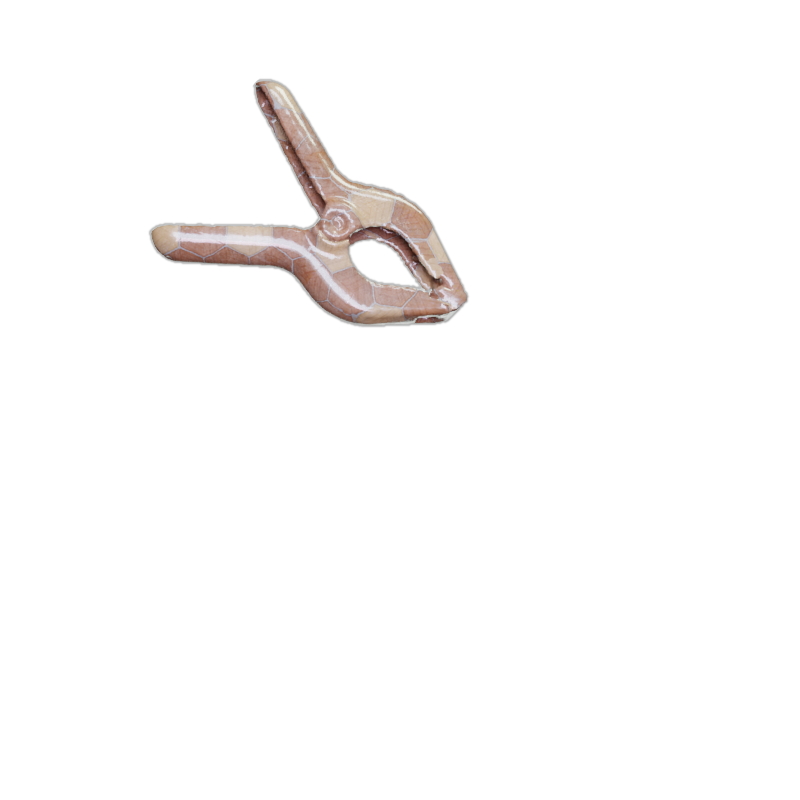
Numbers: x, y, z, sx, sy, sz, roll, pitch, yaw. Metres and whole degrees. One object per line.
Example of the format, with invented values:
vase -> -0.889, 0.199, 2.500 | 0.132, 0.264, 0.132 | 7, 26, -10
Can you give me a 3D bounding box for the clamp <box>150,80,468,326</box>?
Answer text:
clamp -> -0.048, -0.087, 0.610 | 0.176, 0.121, 0.038 | 39, -11, 9
